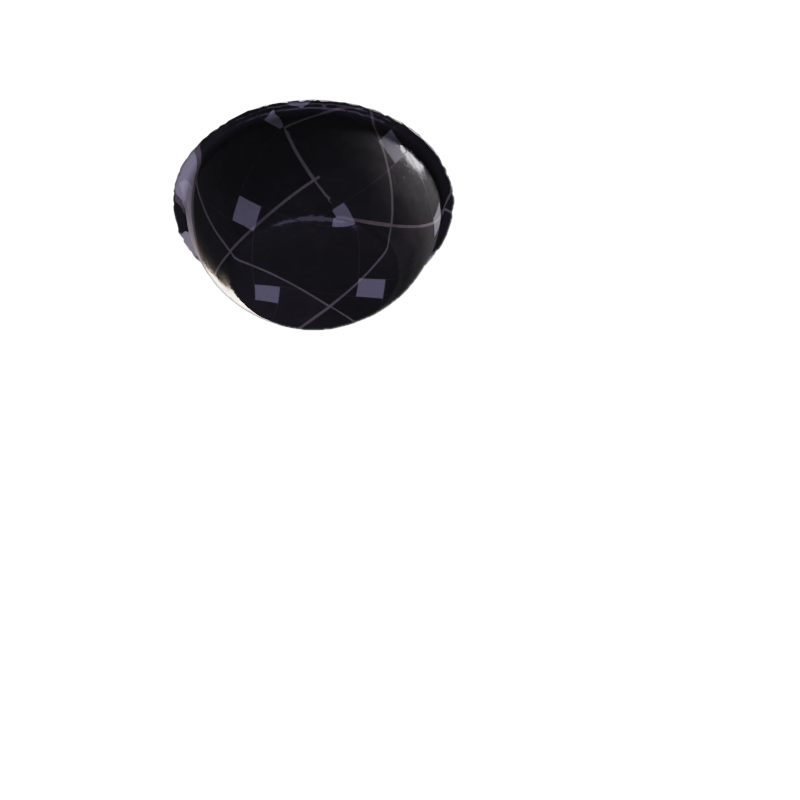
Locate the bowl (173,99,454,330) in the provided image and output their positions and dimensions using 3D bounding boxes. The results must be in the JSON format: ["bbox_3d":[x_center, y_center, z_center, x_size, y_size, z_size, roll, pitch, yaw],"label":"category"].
[{"bbox_3d":[-0.049,-0.089,0.623,0.162,0.059,0.151,1,-40,-1],"label":"bowl"}]
